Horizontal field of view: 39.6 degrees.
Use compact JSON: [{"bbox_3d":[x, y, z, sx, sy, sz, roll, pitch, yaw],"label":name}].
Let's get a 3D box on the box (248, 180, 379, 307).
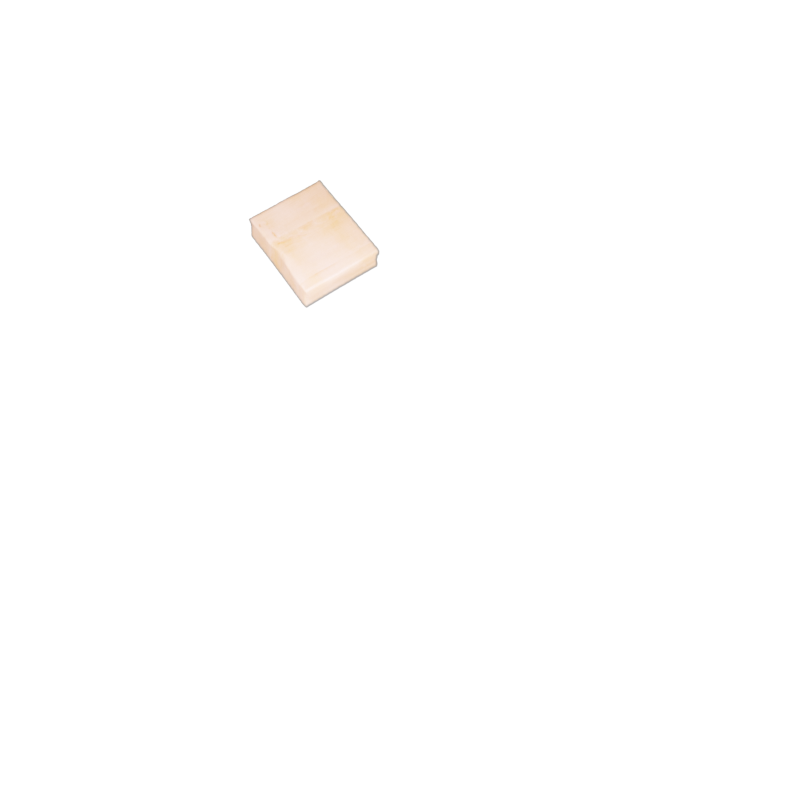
[{"bbox_3d":[-0.073,-0.132,0.925,0.073,0.095,0.028,-30,-25,-17],"label":"box"}]
